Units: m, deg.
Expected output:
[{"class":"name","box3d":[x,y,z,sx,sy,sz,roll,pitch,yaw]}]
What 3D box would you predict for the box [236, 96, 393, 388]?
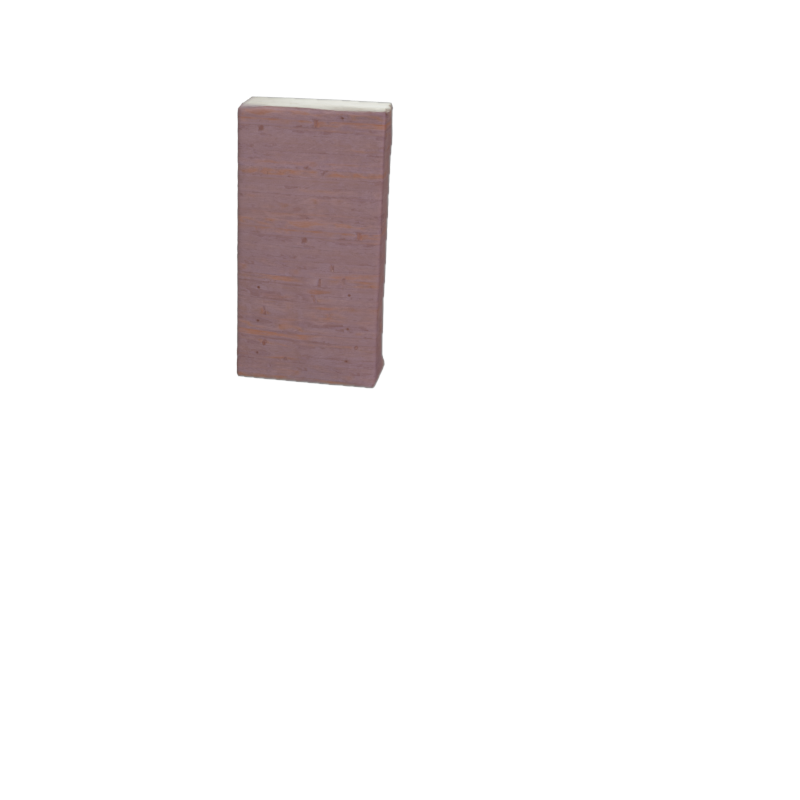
[{"class":"box","box3d":[-0.055,-0.099,0.697,0.095,0.169,0.049,4,19,9]}]
